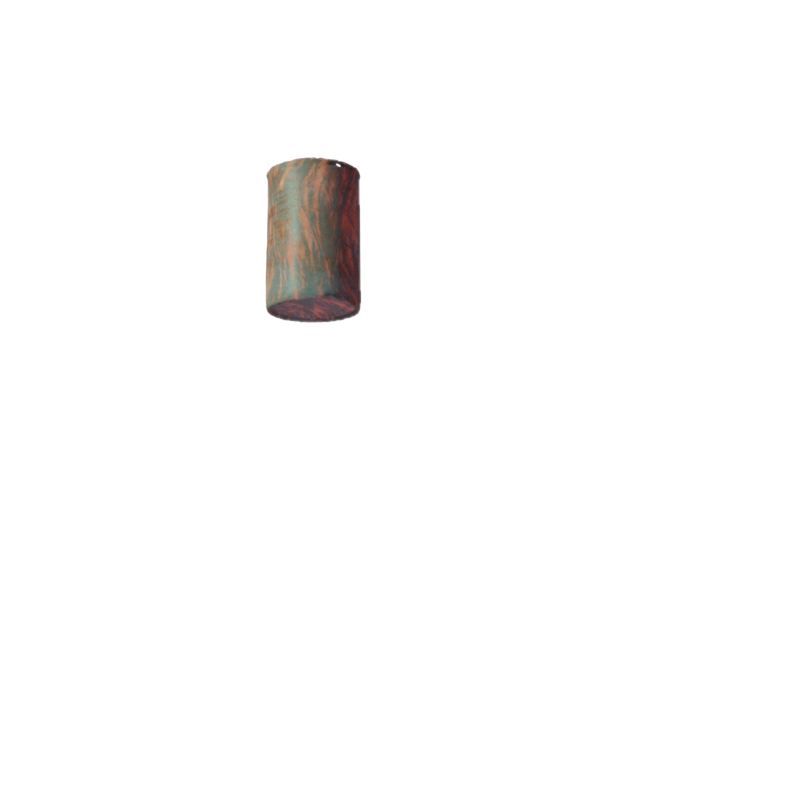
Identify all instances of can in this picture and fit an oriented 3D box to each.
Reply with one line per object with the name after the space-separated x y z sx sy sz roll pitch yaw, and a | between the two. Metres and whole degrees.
-0.061 -0.112 0.785 0.068 0.106 0.066 0 -16 -2 | can
